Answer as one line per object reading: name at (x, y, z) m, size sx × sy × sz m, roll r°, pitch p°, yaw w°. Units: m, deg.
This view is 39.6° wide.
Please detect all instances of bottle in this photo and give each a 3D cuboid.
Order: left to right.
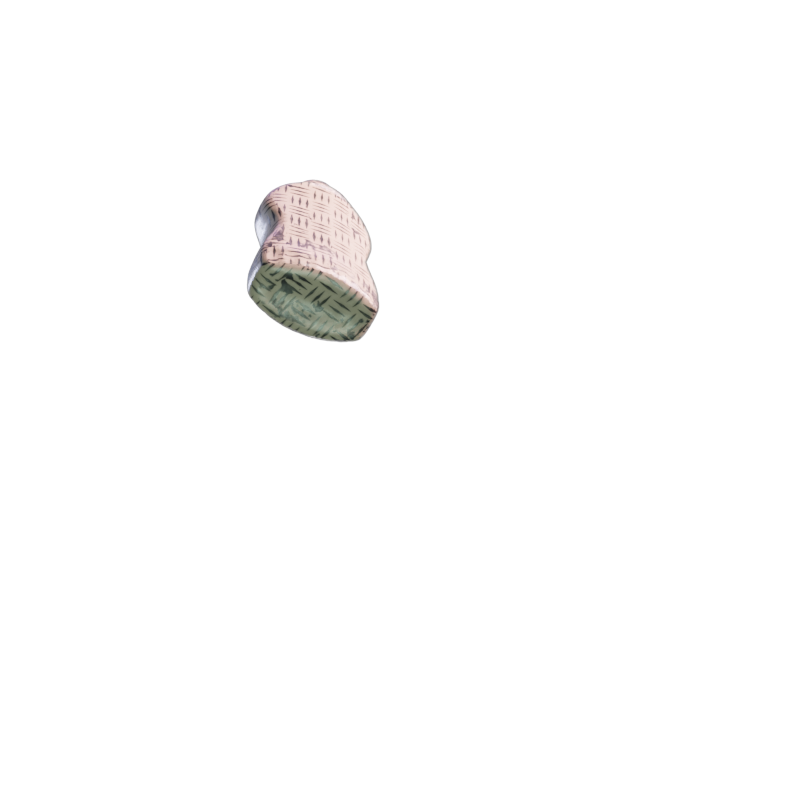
bottle at (-0.069, -0.125, 0.876) m, size 0.093 × 0.056 × 0.204 m, roll 19°, pitch 31°, yaw -16°
